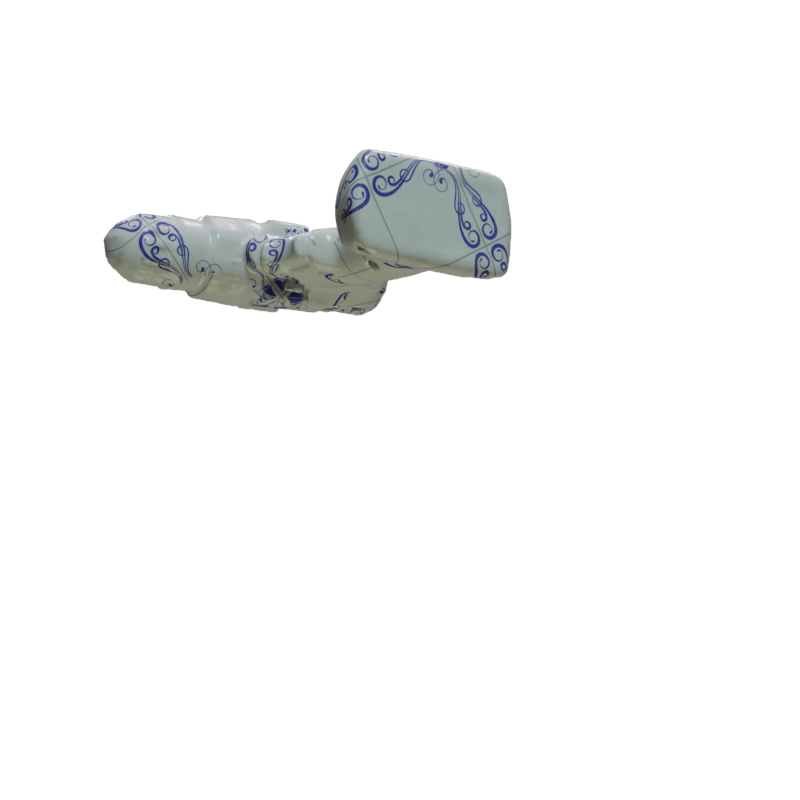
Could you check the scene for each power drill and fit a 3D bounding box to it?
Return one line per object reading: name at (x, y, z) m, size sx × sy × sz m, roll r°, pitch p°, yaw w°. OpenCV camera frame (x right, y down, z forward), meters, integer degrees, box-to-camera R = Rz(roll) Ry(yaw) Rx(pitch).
power drill at (-0.048, -0.087, 0.610) m, size 0.177 × 0.058 × 0.192 m, roll 3°, pitch -5°, yaw -35°
